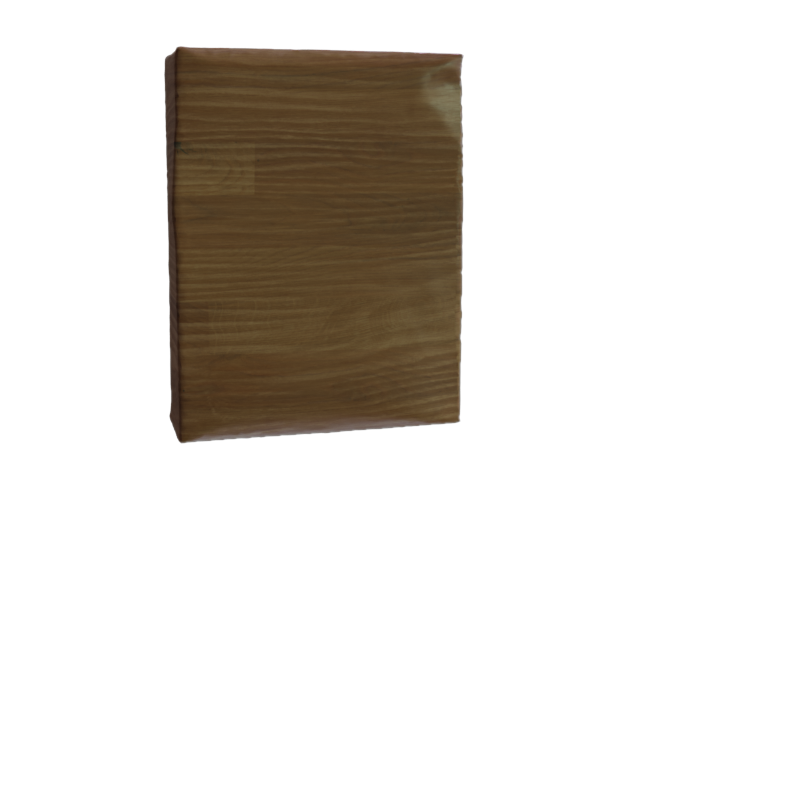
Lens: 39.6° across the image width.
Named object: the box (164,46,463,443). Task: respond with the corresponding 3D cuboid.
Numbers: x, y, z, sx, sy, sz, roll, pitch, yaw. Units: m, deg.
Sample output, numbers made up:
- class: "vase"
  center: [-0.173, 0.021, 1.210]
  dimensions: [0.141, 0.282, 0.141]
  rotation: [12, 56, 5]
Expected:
- class: "box"
  center: [-0.049, -0.090, 0.630]
  dimensions: [0.161, 0.211, 0.074]
  rotation: [-2, 6, -13]
